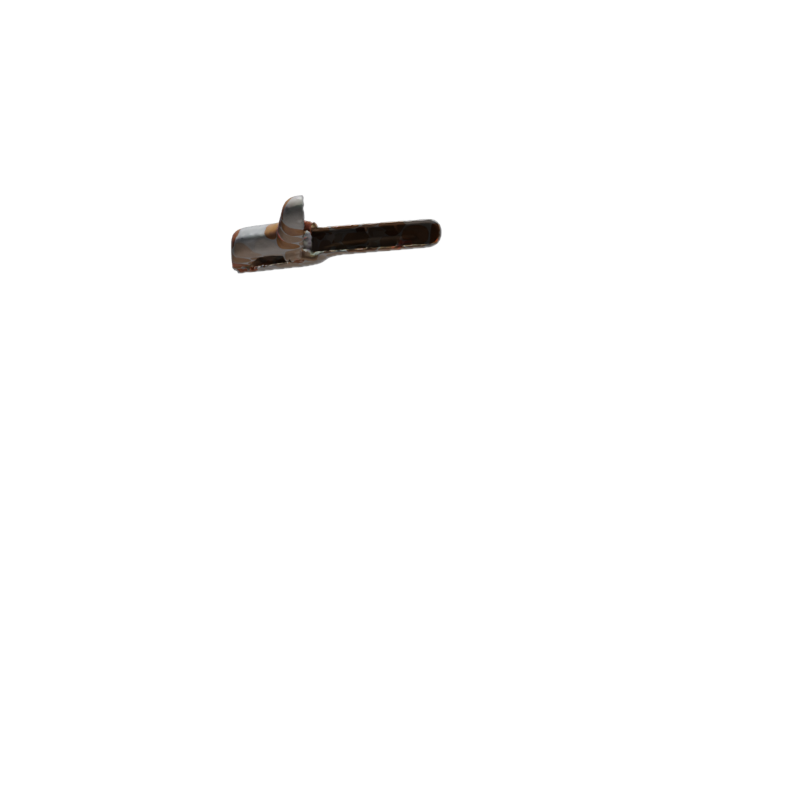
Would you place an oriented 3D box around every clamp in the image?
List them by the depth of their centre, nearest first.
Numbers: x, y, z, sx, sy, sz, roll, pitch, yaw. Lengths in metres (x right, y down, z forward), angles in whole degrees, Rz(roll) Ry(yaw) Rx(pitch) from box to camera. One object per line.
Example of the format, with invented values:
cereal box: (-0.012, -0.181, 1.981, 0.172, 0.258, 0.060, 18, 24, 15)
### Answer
clamp: (-0.078, -0.142, 0.997, 0.158, 0.037, 0.214, 3, -6, -34)
